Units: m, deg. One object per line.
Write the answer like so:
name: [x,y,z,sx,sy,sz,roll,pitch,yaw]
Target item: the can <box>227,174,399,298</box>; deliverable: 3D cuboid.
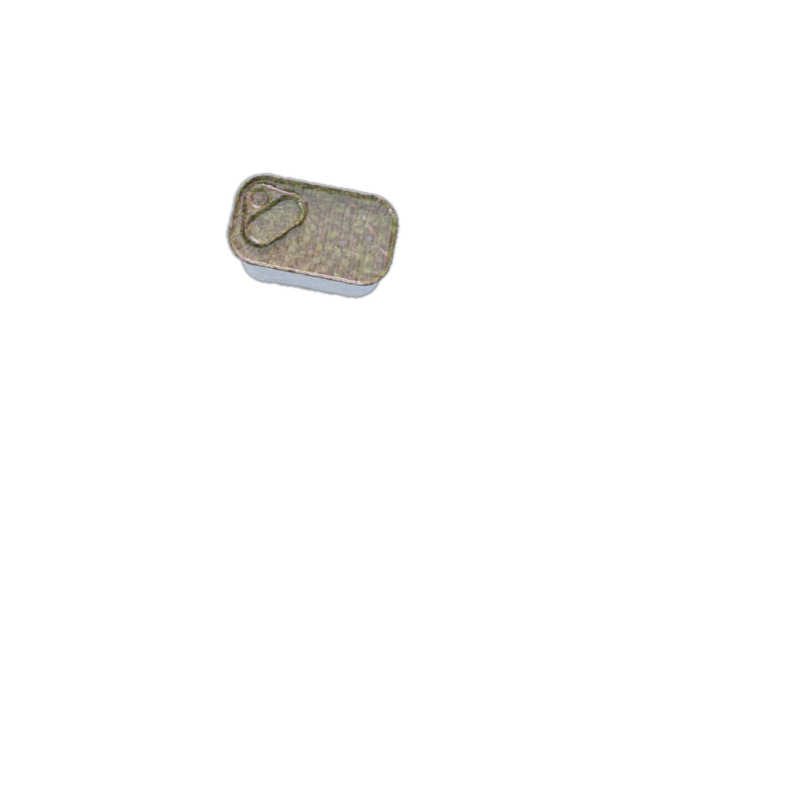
can: [-0.056,-0.102,0.713,0.102,0.058,0.082,11,-6,0]
